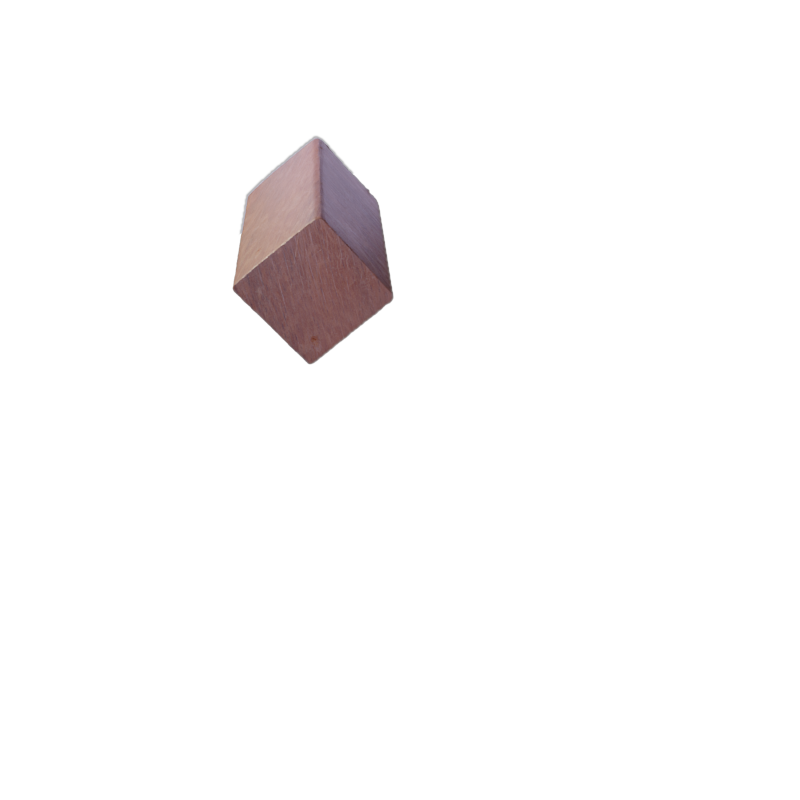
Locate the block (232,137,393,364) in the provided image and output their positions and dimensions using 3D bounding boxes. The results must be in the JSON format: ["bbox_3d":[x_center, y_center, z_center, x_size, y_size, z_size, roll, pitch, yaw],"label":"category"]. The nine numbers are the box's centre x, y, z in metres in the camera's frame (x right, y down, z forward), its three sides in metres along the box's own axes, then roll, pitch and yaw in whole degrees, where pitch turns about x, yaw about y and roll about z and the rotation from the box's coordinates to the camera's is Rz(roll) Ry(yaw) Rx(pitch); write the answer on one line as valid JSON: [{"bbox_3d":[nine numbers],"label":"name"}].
[{"bbox_3d":[-0.072,-0.133,0.925,0.089,0.086,0.218,-38,24,15],"label":"block"}]
